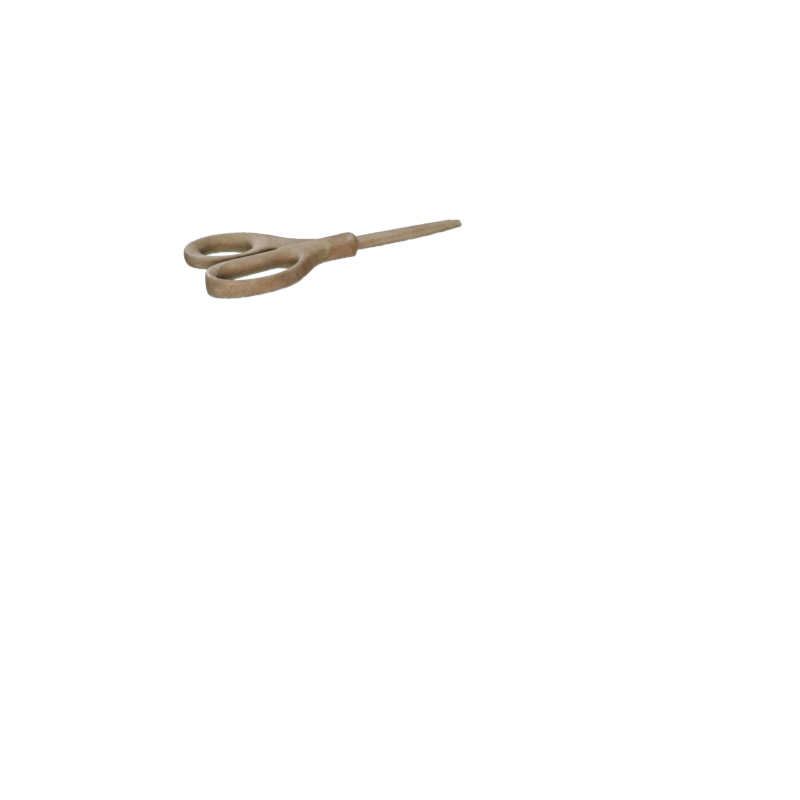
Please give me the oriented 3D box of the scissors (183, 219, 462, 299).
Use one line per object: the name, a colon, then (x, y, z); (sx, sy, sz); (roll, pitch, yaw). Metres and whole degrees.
scissors: (-0.058, -0.106, 0.743); (0.102, 0.015, 0.200); (22, 34, 37)
